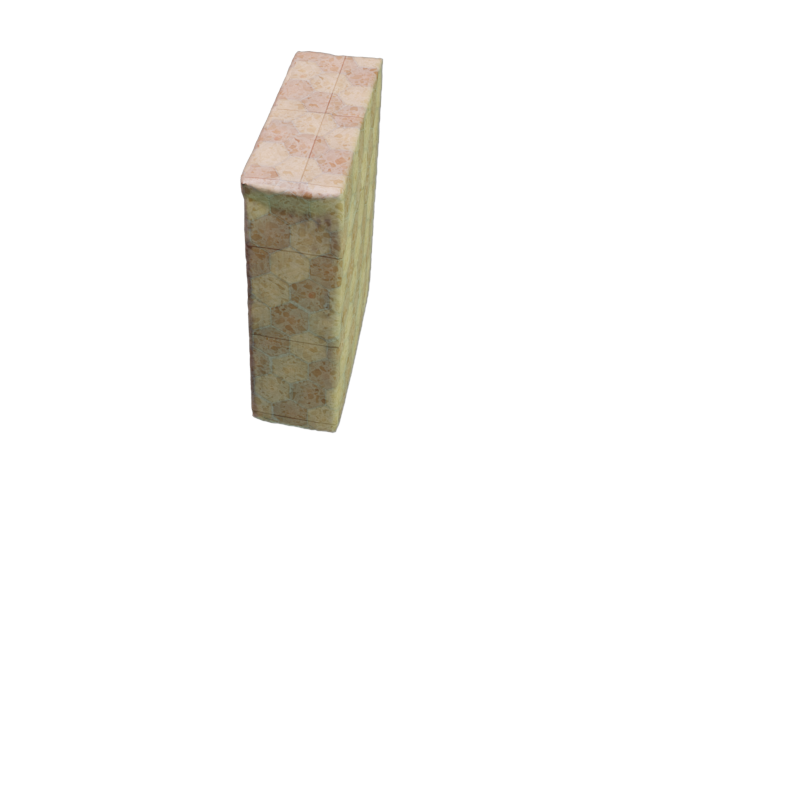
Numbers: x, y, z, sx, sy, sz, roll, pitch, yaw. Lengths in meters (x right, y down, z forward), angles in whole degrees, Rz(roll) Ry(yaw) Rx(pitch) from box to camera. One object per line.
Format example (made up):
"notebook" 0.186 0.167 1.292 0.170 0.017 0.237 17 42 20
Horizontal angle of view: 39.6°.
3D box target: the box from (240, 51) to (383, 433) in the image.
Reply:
"box" -0.061 -0.111 0.778 0.072 0.199 0.174 7 43 4
